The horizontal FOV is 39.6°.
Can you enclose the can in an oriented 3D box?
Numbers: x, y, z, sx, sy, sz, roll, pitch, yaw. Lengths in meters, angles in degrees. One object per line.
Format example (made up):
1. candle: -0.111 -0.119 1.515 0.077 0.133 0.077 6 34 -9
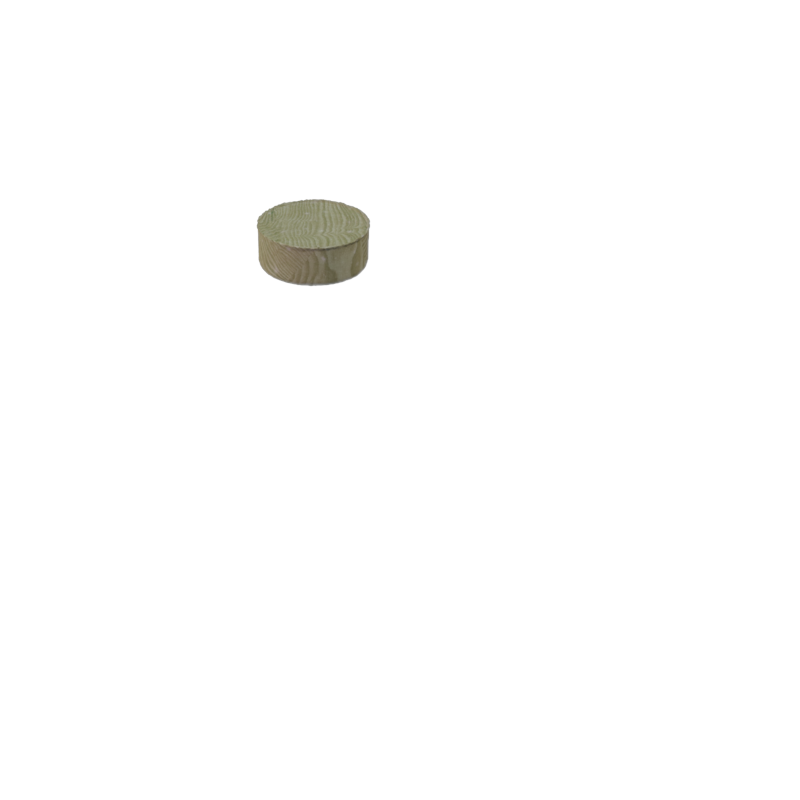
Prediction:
1. can: -0.066 -0.120 0.844 0.086 0.032 0.091 -1 32 -2
